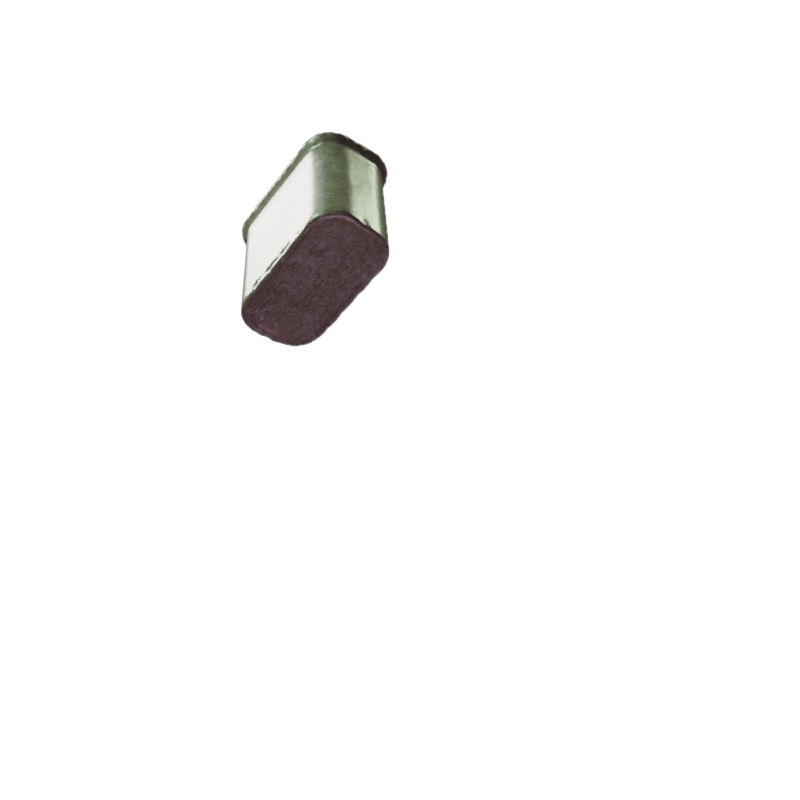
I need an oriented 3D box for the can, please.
[{"bbox_3d":[-0.051,-0.093,0.650,0.055,0.090,0.099,29,-58,-24],"label":"can"}]
